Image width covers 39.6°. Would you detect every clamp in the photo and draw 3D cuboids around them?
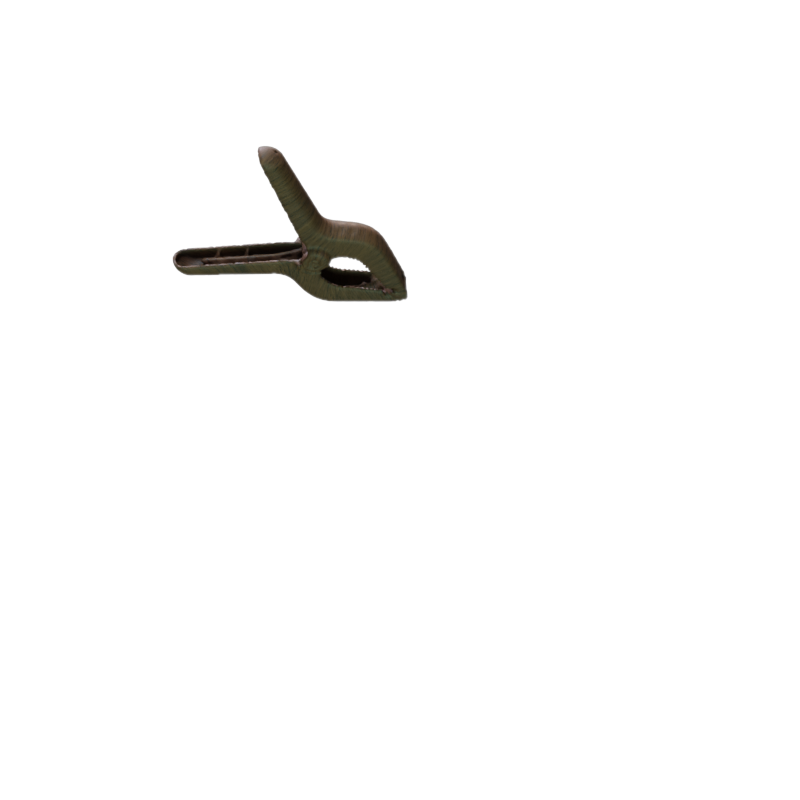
[{"bbox_3d":[-0.077,-0.141,0.984,0.202,0.039,0.159,17,-41,-21],"label":"clamp"}]
